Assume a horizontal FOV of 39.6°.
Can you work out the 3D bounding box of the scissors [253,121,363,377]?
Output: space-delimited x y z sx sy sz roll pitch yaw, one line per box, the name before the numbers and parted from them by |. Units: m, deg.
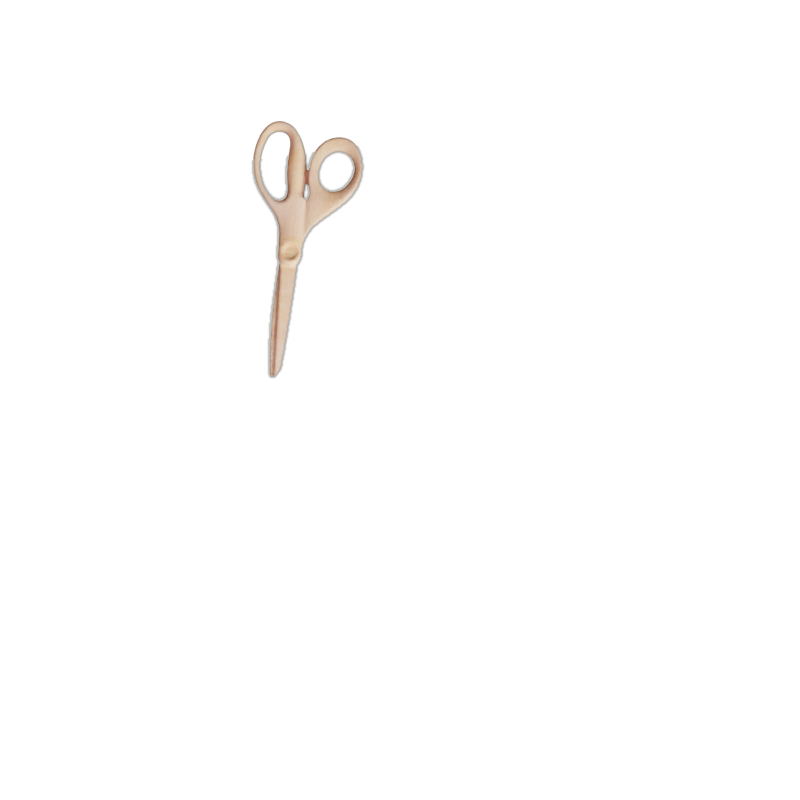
scissors | -0.068 -0.124 0.867 0.096 0.209 0.015 -9 -13 -2
